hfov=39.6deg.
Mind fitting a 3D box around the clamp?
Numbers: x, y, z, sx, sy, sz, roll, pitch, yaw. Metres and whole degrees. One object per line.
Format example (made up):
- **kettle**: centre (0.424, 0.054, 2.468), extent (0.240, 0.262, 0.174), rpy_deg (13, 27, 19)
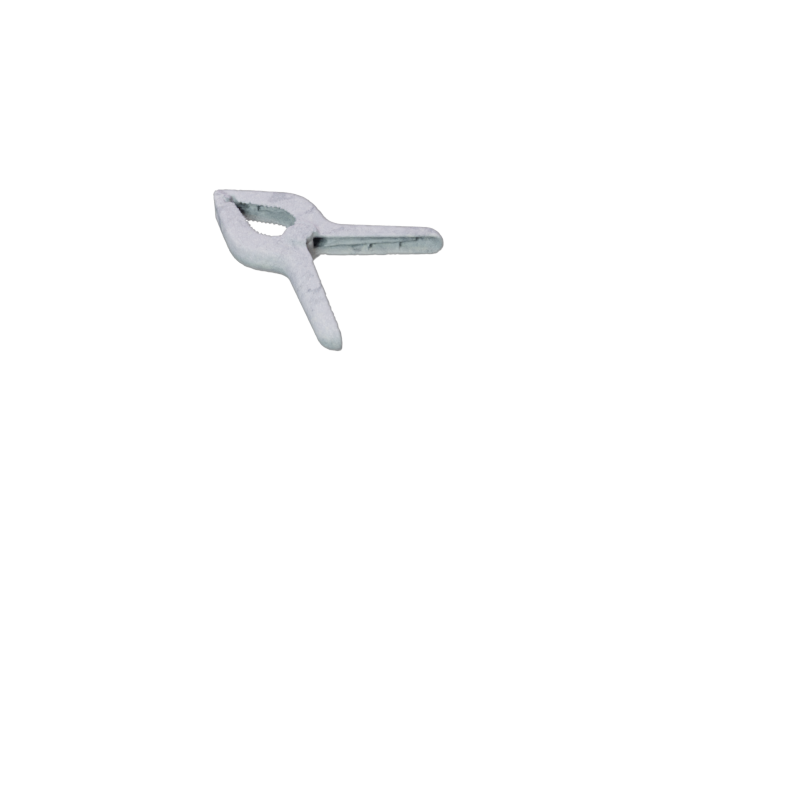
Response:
- **clamp**: centre (-0.078, -0.142, 0.994), extent (0.223, 0.034, 0.166), rpy_deg (34, 55, 29)
